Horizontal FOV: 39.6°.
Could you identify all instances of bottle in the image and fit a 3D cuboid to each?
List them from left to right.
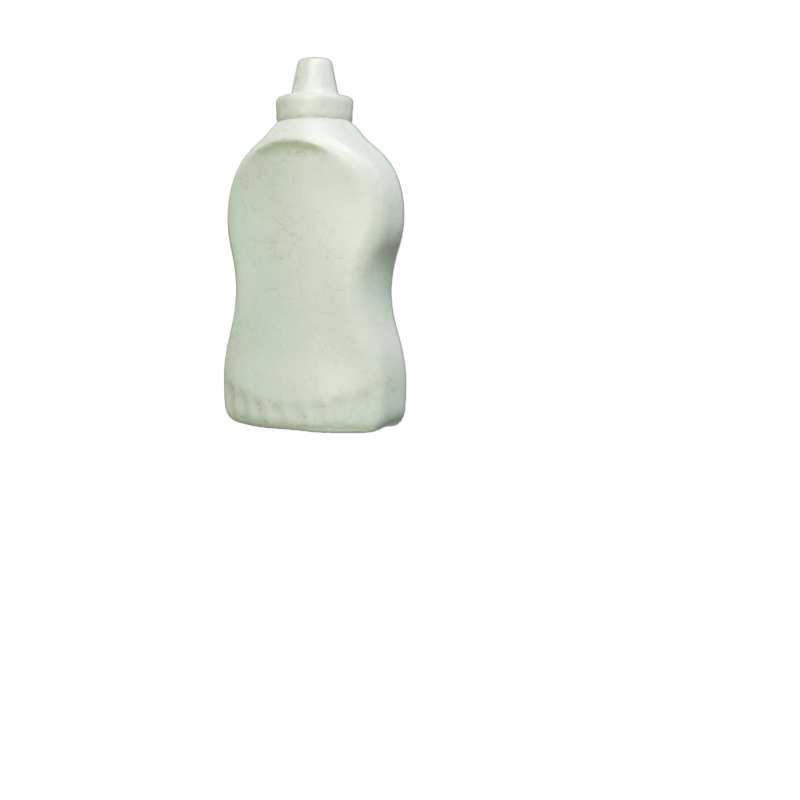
[{"bbox_3d":[-0.045,-0.083,0.581,0.099,0.192,0.056,0,0,30],"label":"bottle"}]
